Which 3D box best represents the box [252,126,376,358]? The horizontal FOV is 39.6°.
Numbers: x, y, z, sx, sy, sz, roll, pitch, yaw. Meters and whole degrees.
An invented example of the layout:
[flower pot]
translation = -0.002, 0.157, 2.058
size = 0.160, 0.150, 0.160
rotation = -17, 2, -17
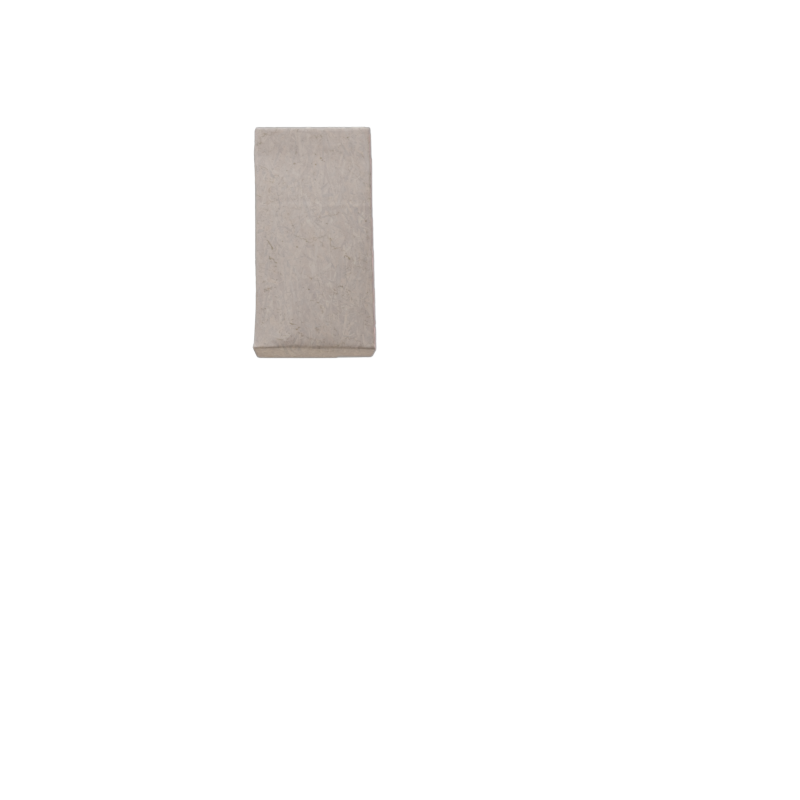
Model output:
[box]
translation = -0.067, -0.122, 0.858
size = 0.093, 0.183, 0.046
rotation = 0, -15, -3
